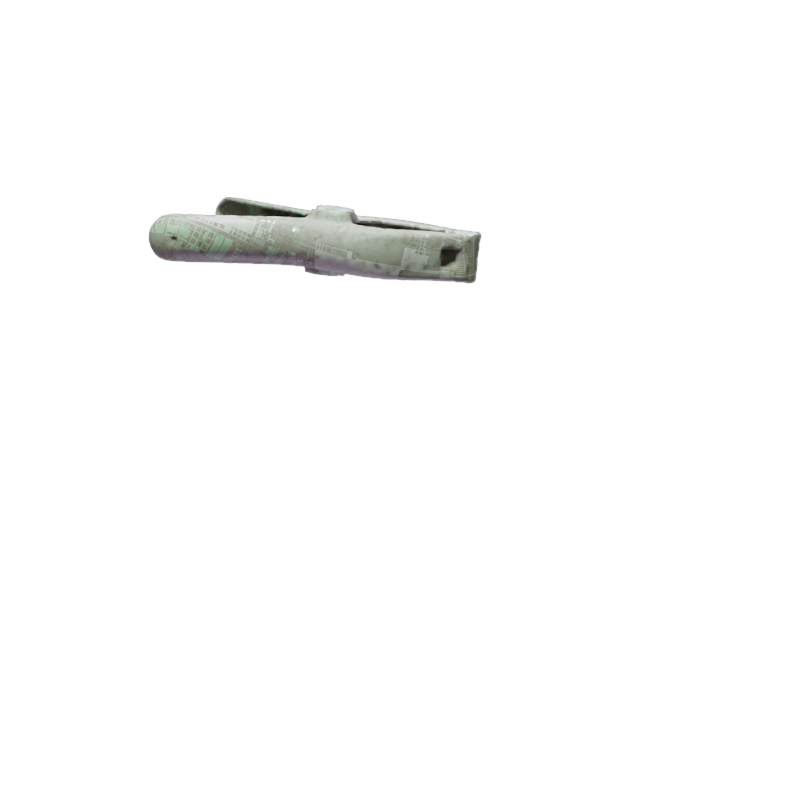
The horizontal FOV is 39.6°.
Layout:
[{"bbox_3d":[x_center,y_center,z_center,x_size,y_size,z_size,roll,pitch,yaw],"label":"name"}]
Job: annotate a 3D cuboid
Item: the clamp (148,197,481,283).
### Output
[{"bbox_3d":[-0.047,-0.085,0.599,0.177,0.038,0.121,8,21,20],"label":"clamp"}]
